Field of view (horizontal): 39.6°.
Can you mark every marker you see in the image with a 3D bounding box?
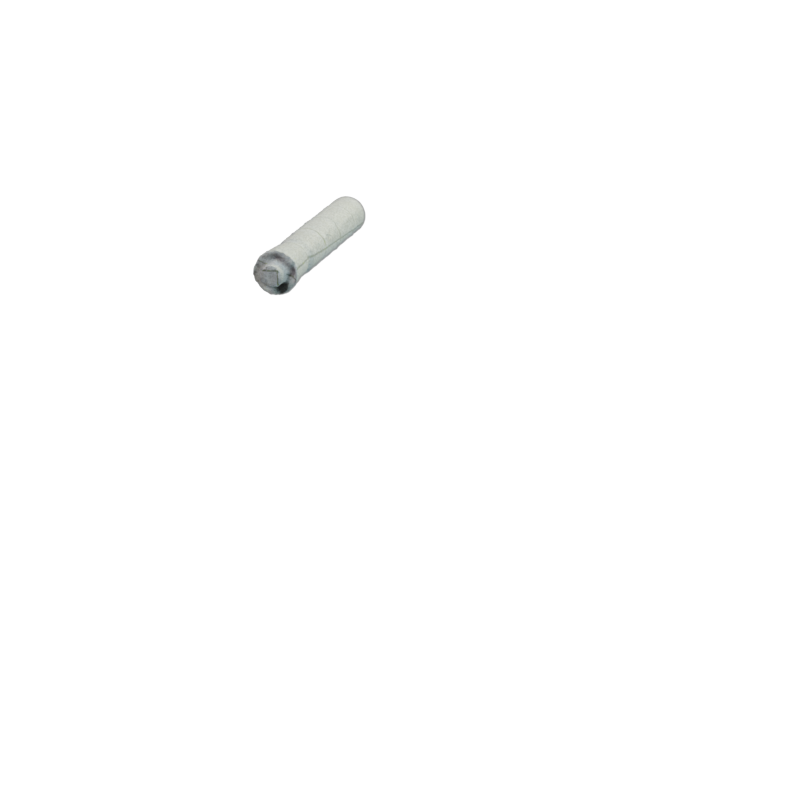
[{"bbox_3d":[-0.039,-0.071,0.495,0.020,0.019,0.123,0,21,13],"label":"marker"}]
